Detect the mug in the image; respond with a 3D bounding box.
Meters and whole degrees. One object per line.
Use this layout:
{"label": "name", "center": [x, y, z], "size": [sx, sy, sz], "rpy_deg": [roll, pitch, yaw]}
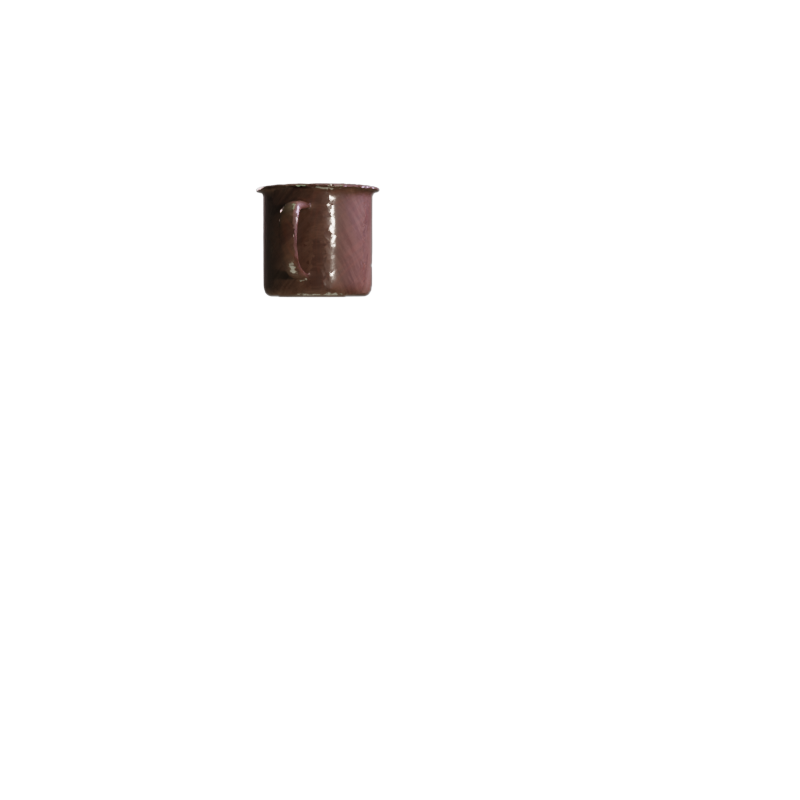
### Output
{"label": "mug", "center": [-0.064, -0.117, 0.822], "size": [0.095, 0.081, 0.115], "rpy_deg": [1, 3, 13]}
